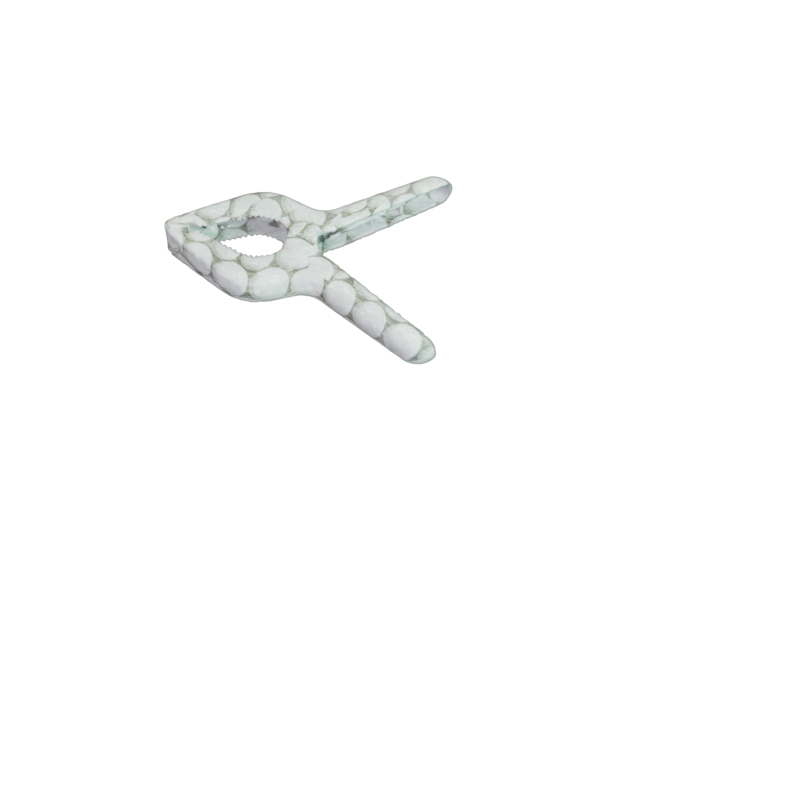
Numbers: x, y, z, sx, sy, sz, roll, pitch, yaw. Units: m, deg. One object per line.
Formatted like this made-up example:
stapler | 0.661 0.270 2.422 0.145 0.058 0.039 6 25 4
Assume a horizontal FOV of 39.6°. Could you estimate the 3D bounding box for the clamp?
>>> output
clamp | -0.063 -0.114 0.801 0.214 0.173 0.034 12 -38 9
